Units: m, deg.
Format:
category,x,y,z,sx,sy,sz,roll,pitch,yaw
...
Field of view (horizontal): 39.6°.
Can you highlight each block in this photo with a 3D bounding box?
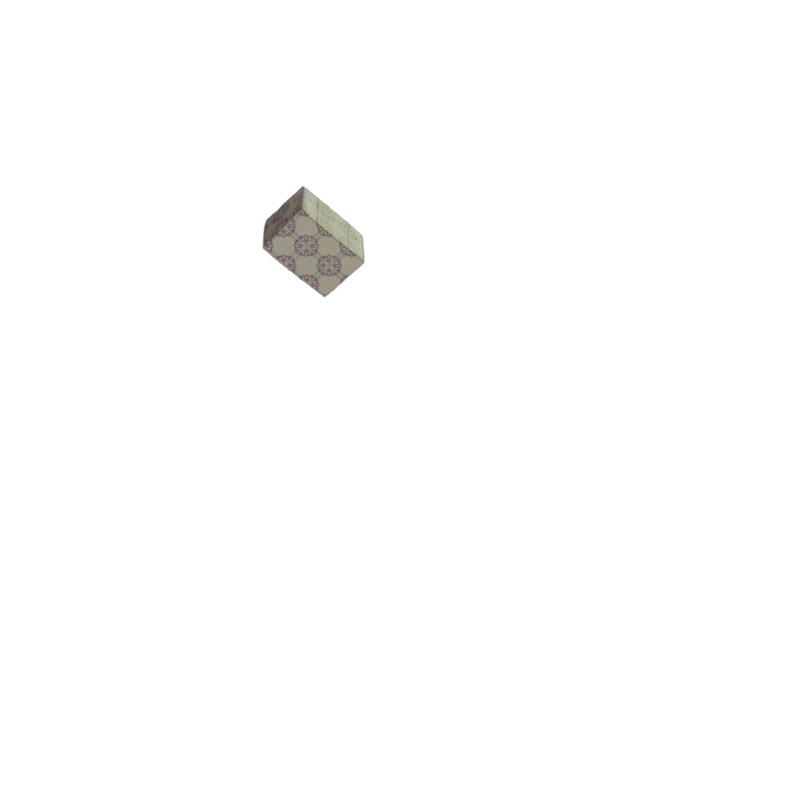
category,x,y,z,sx,sy,sz,roll,pitch,yaw
block,-0.077,-0.140,0.983,0.074,0.052,0.055,39,24,-23
